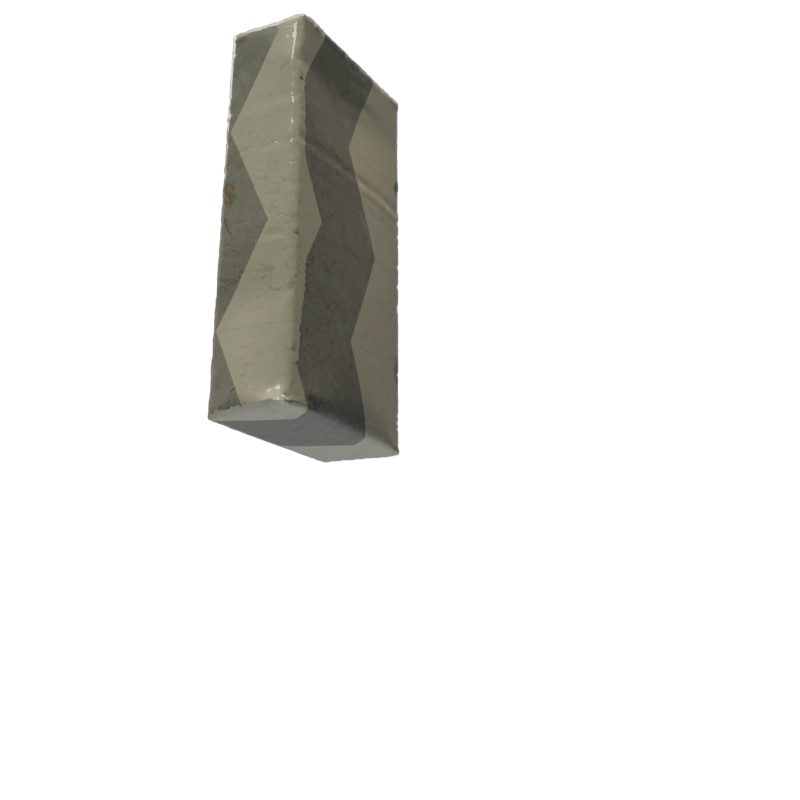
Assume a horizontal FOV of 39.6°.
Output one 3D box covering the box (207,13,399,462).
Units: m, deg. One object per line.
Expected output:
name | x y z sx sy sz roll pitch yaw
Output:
box | -0.038 -0.070 0.488 0.049 0.186 0.087 -14 -25 26
